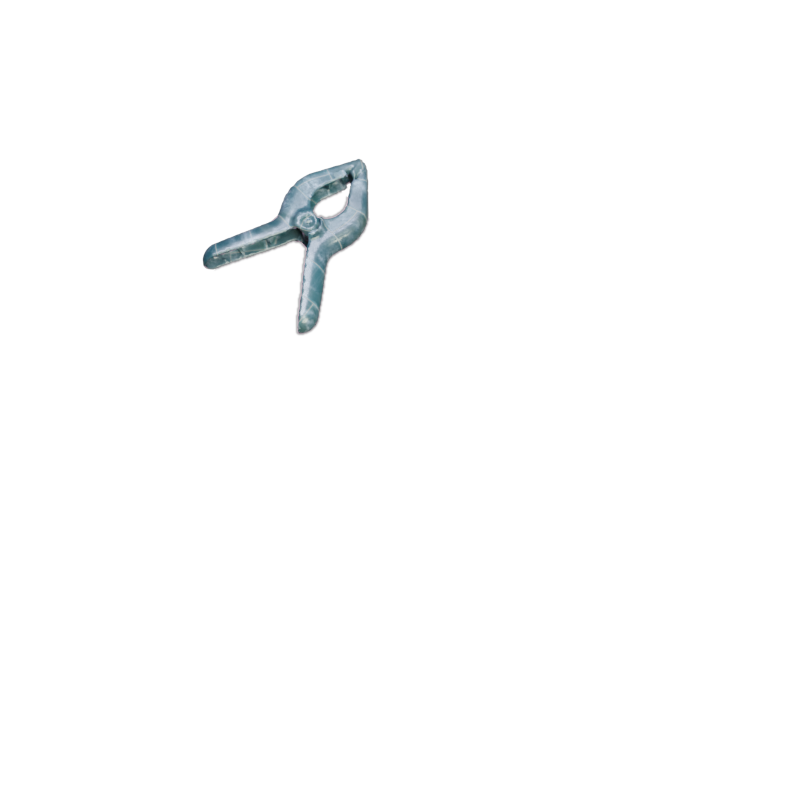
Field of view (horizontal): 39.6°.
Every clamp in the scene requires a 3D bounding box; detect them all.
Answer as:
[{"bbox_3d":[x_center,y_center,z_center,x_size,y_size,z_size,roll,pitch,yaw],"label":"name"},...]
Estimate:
[{"bbox_3d":[-0.077,-0.141,0.989,0.173,0.125,0.037,-43,-14,-14],"label":"clamp"}]
